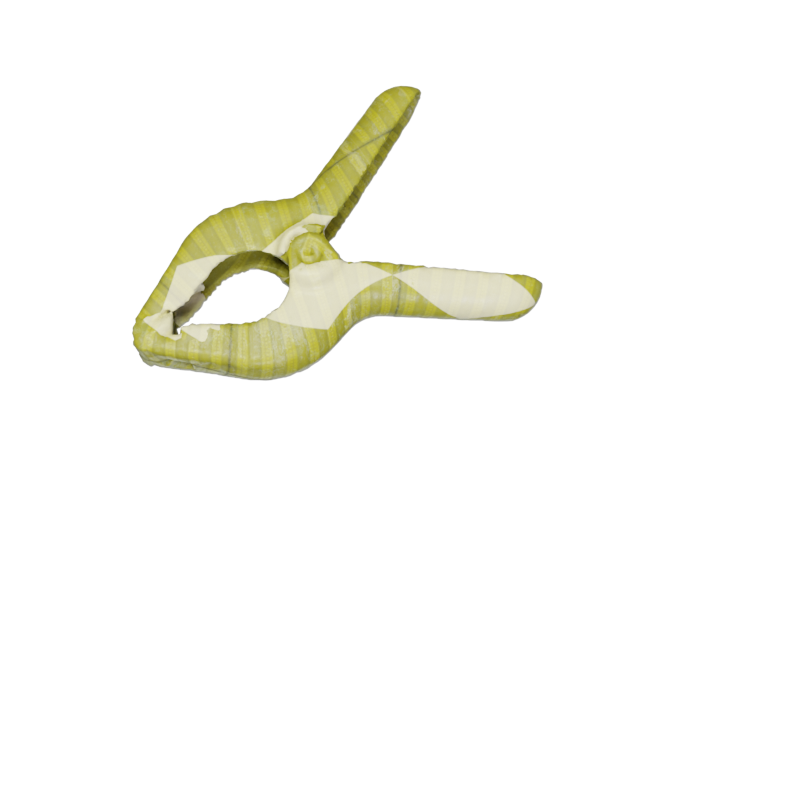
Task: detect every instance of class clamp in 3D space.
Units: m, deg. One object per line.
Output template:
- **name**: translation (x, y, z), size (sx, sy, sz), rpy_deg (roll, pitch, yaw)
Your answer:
- **clamp**: translation (-0.038, -0.069, 0.482), size (0.170, 0.128, 0.037), rpy_deg (-17, -26, -9)
